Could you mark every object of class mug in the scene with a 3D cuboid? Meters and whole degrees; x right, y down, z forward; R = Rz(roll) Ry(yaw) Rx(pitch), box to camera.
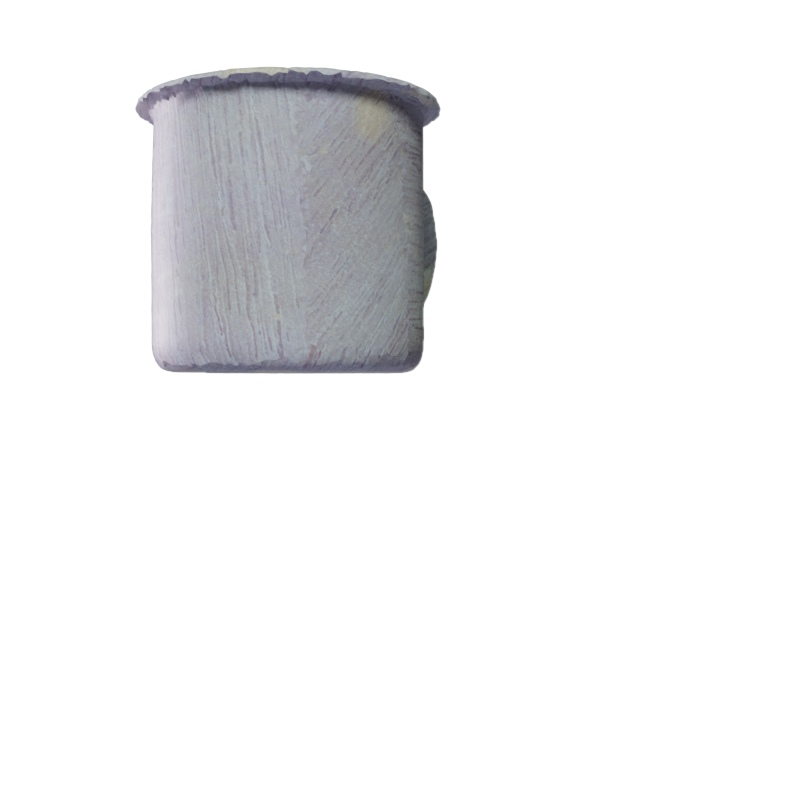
[{"bbox_3d":[-0.027,-0.049,0.346,0.096,0.083,0.112,-2,-3,37],"label":"mug"}]
